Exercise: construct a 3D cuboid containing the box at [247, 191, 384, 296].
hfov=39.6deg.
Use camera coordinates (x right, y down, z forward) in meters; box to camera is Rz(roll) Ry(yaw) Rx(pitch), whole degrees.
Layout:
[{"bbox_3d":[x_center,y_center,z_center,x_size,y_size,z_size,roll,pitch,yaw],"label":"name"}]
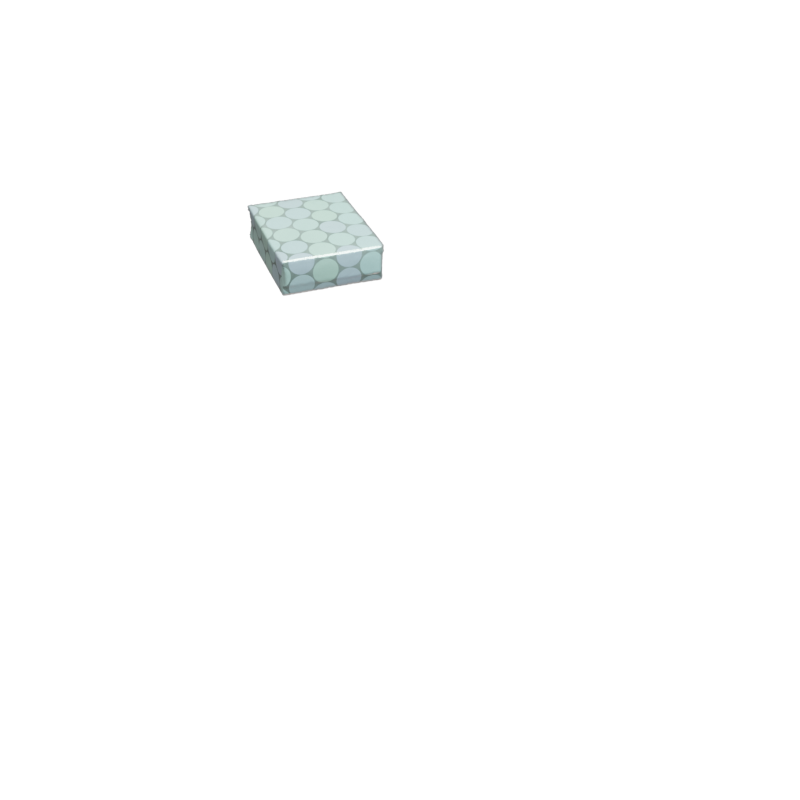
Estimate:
[{"bbox_3d":[-0.075,-0.137,0.962,0.088,0.037,0.122,-11,34,-17],"label":"box"}]
